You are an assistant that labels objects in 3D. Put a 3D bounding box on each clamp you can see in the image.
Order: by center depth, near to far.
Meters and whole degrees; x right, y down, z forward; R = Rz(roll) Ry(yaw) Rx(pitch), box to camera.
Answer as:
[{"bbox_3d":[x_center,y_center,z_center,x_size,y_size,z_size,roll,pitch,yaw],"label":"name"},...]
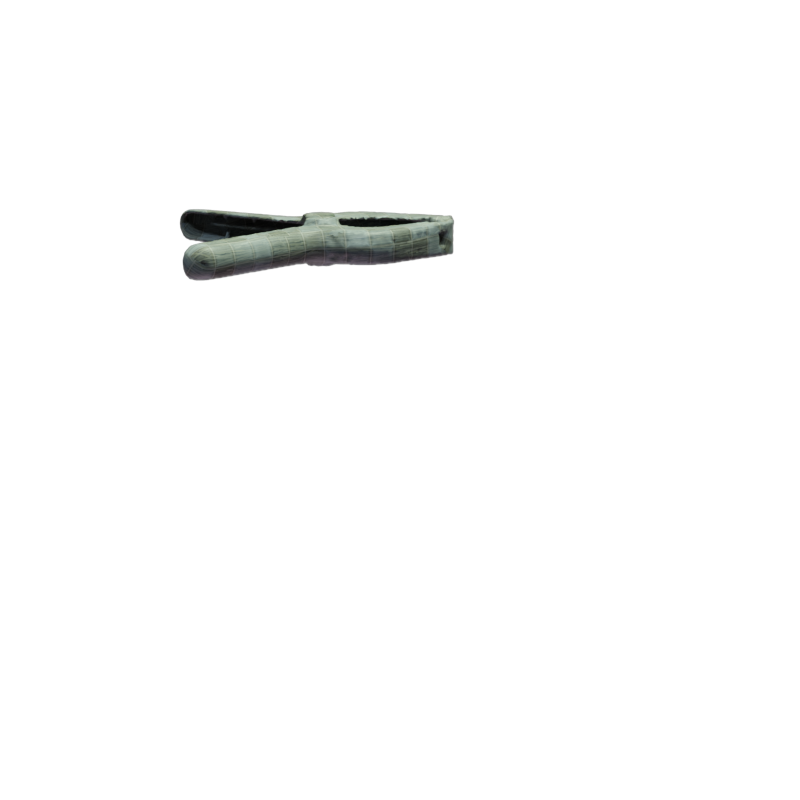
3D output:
[{"bbox_3d":[-0.063,-0.115,0.807,0.209,0.035,0.171,-1,19,-2],"label":"clamp"}]
